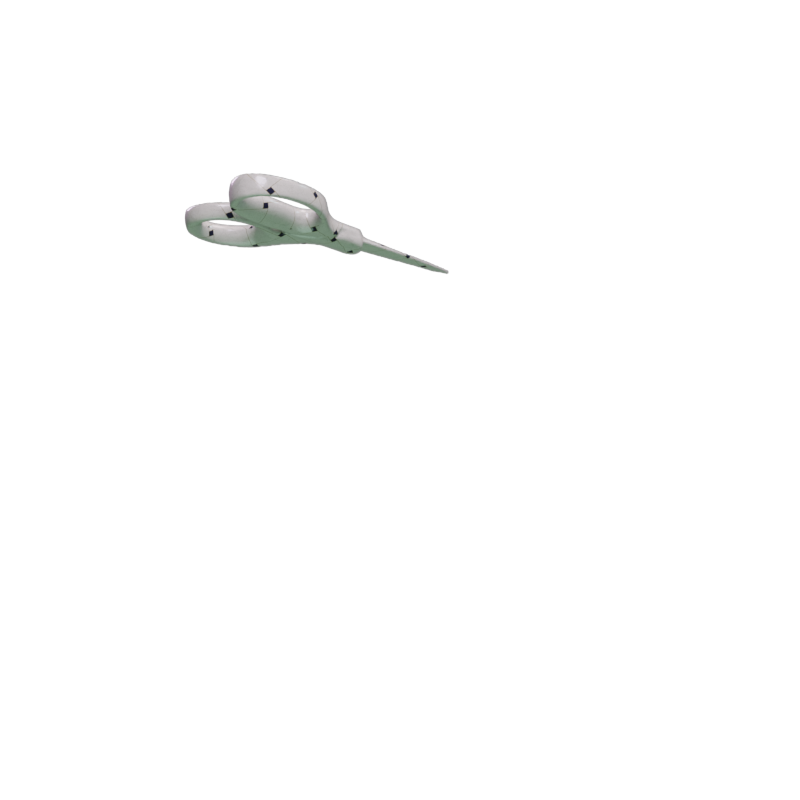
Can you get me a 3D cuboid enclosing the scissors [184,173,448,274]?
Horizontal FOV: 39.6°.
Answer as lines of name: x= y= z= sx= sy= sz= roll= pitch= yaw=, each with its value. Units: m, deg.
scissors: x=-0.054 y=-0.099 z=0.694 sx=0.098 sy=0.016 sz=0.190 roll=-7 pitch=-14 yaw=28
